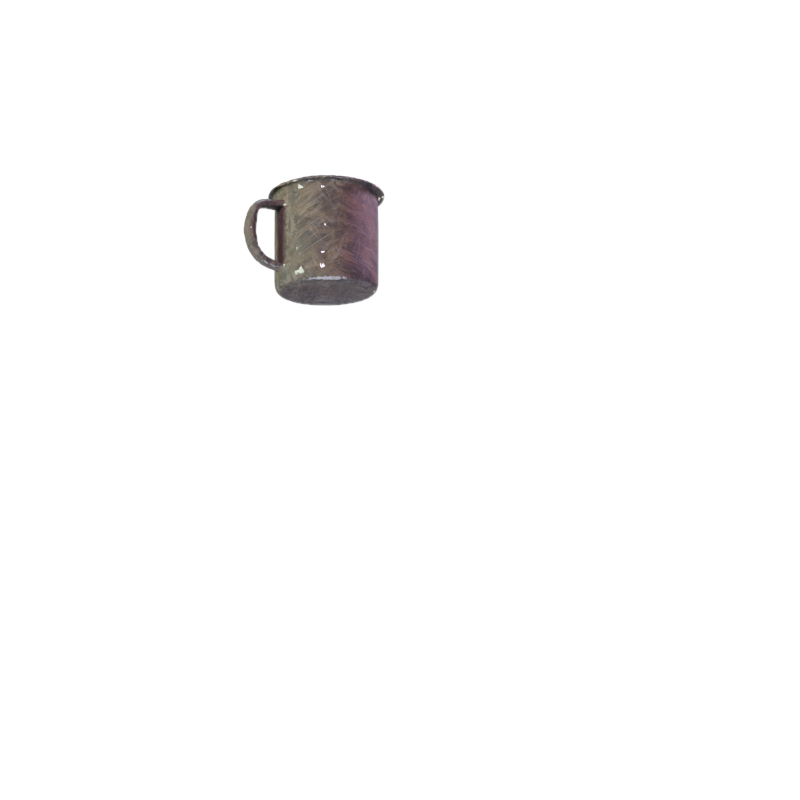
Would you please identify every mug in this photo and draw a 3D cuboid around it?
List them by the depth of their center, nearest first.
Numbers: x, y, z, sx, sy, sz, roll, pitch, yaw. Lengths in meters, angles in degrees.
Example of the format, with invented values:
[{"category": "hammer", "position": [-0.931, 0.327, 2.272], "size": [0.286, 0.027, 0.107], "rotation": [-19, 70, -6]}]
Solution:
[{"category": "mug", "position": [-0.068, -0.124, 0.869], "size": [0.112, 0.085, 0.094], "rotation": [8, -17, -32]}]
